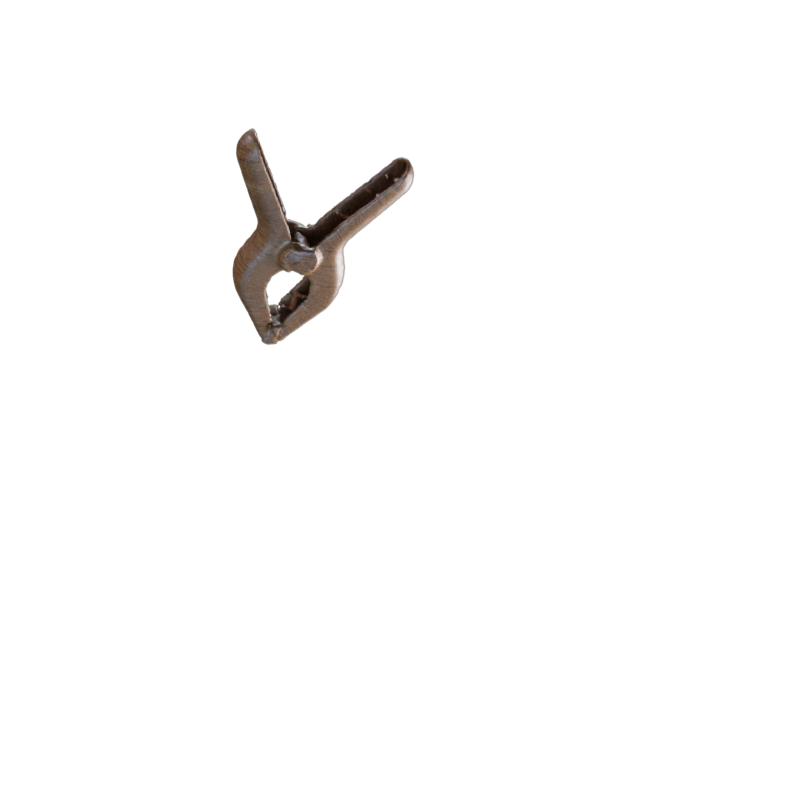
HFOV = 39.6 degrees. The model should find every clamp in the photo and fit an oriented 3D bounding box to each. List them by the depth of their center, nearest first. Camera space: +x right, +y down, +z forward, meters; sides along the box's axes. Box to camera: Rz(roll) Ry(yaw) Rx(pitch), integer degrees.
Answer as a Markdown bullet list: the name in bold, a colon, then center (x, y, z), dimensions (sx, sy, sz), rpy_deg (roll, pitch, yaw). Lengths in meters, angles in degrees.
- **clamp**: center (-0.060, -0.110, 0.769), dimensions (0.119, 0.161, 0.042), rpy_deg (7, 42, -7)
